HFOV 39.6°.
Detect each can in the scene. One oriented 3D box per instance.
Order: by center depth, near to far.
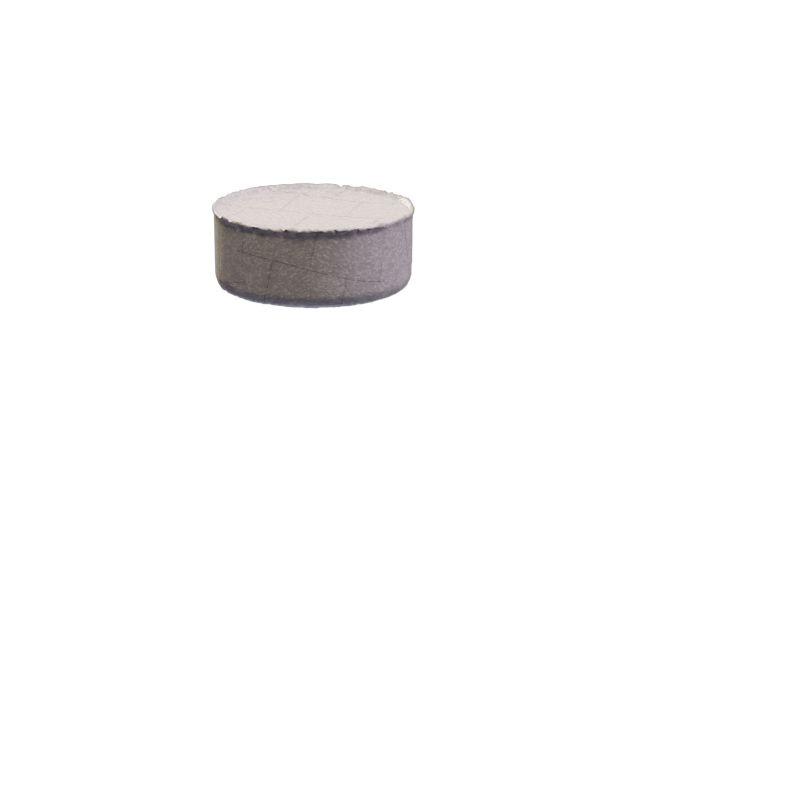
[{"bbox_3d":[-0.037,-0.068,0.473,0.086,0.032,0.090,-1,22,-2],"label":"can"}]
